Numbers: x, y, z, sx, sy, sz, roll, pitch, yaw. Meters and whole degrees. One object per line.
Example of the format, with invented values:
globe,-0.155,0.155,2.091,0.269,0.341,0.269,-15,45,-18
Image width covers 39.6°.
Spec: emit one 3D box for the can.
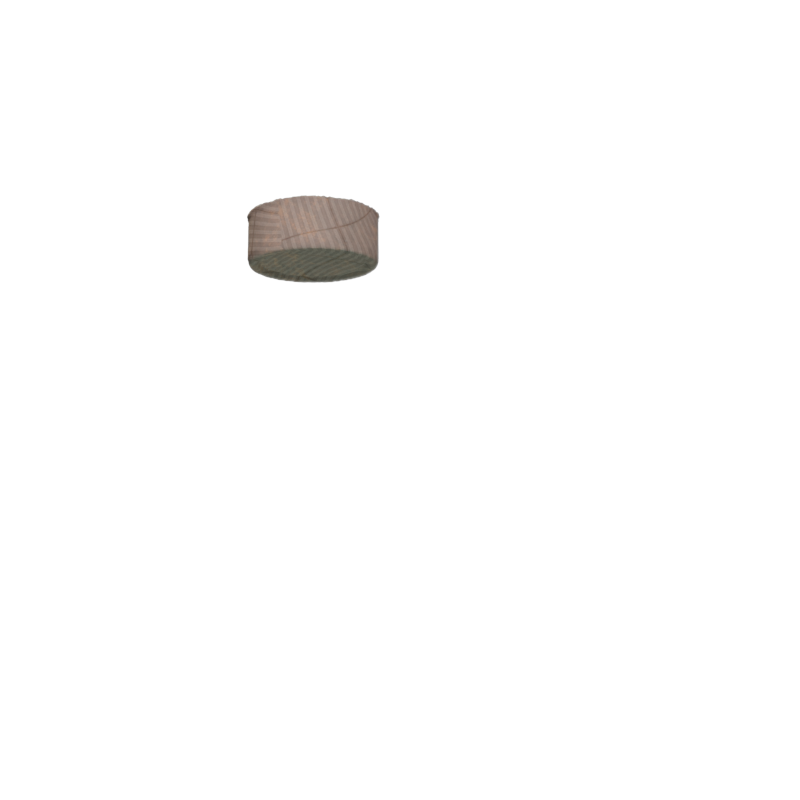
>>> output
can,-0.056,-0.102,0.716,0.086,0.035,0.083,0,-11,-2
